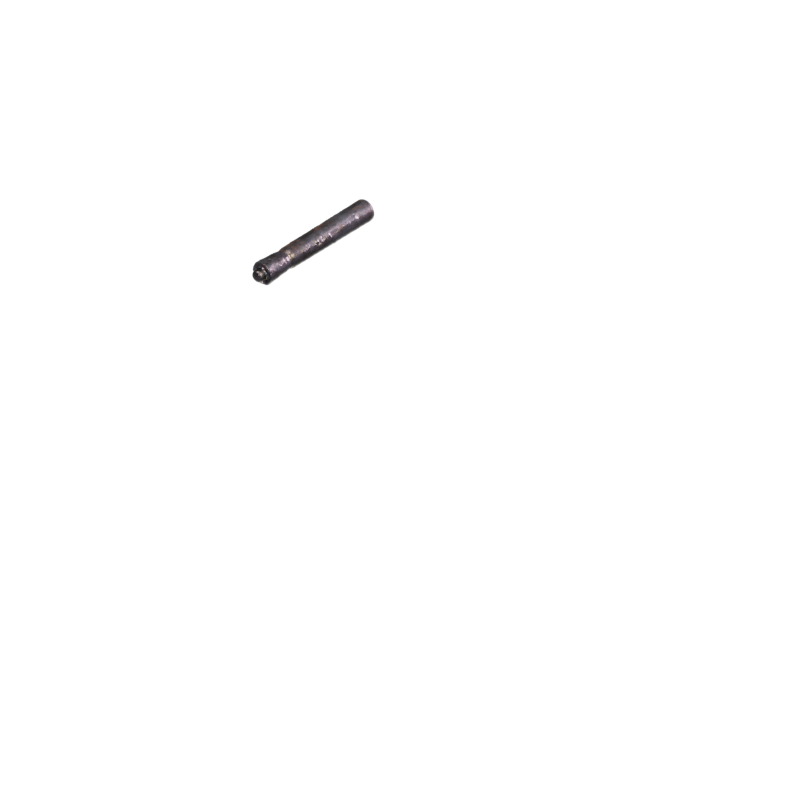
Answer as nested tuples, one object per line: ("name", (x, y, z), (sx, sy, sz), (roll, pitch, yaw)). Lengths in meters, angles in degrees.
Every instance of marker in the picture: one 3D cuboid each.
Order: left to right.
("marker", (-0.065, -0.118, 0.828), (0.021, 0.019, 0.122), (3, 32, 44))
